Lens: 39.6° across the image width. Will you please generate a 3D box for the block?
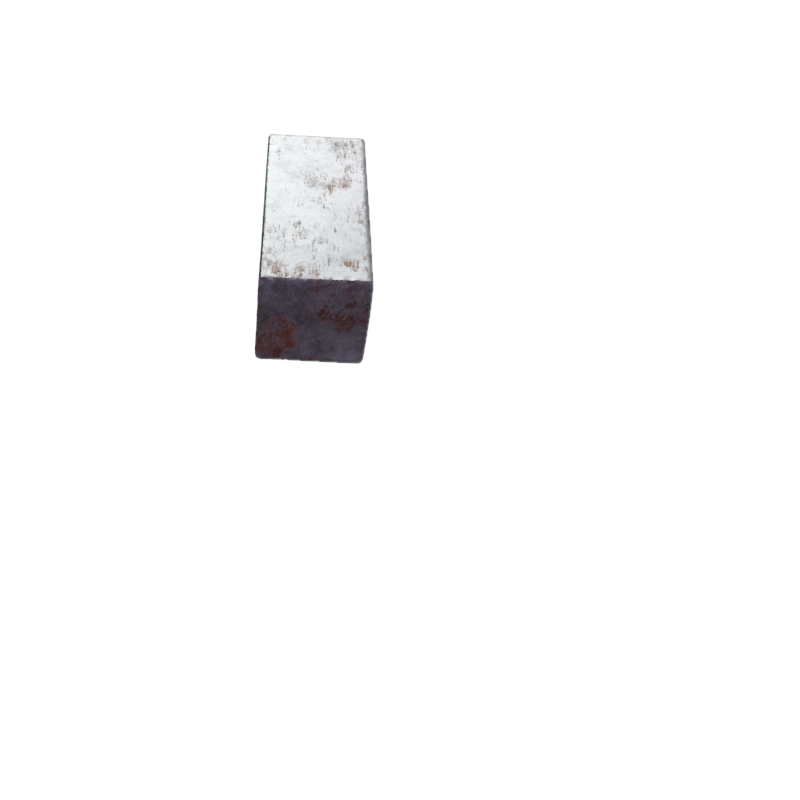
[{"bbox_3d":[-0.075,-0.136,0.956,0.090,0.084,0.221,2,42,-6],"label":"block"}]
